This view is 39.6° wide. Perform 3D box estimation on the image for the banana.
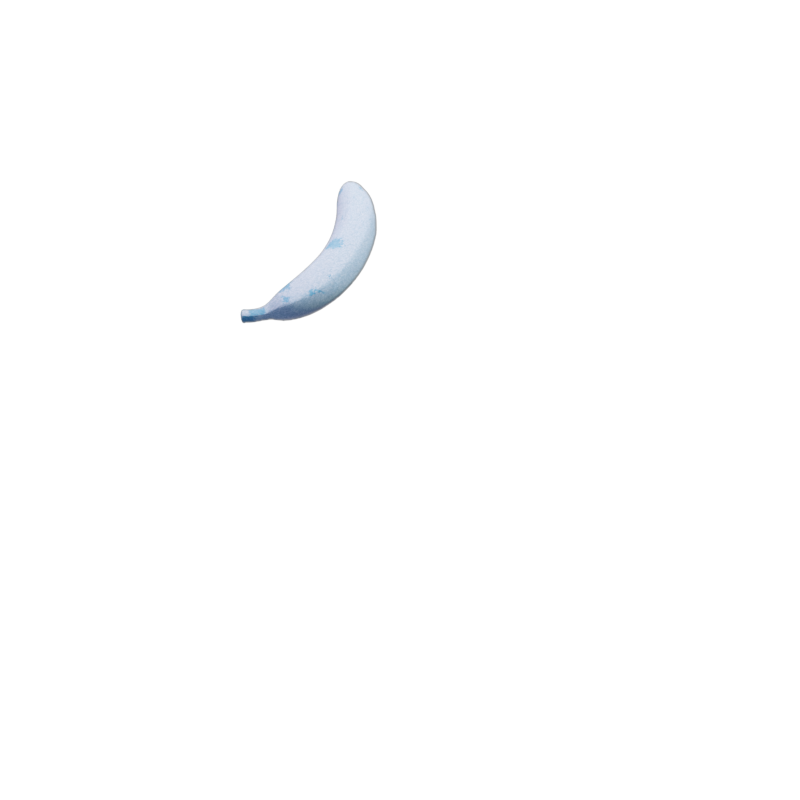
[{"bbox_3d":[-0.060,-0.128,0.949,0.072,0.034,0.204,18,47,17],"label":"banana"}]
